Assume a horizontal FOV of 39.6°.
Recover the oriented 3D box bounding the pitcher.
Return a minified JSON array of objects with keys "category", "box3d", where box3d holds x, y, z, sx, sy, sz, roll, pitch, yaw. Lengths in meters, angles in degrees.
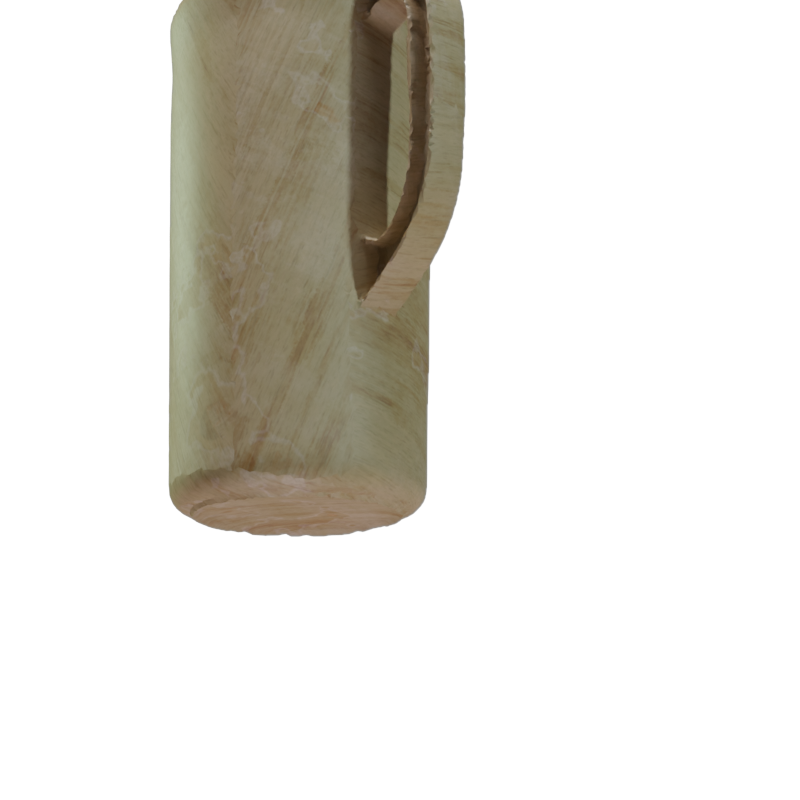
[{"category":"pitcher","box3d":[-0.039,-0.071,0.500,0.146,0.256,0.141,-3,-22,5]}]
